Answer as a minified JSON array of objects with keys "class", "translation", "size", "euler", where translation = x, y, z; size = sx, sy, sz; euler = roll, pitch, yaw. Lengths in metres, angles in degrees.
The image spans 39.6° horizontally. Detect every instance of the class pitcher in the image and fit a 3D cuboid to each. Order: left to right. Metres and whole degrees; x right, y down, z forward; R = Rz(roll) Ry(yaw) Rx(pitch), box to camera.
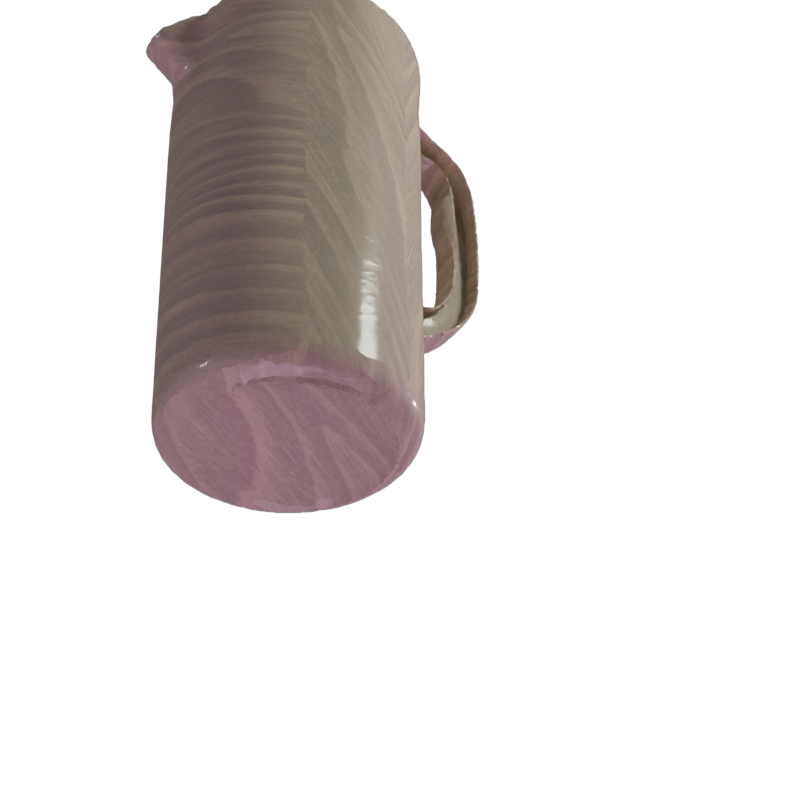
[{"class":"pitcher","translation":[-0.041,-0.074,0.518],"size":[0.150,0.261,0.134],"euler":[-9,-42,7]}]
